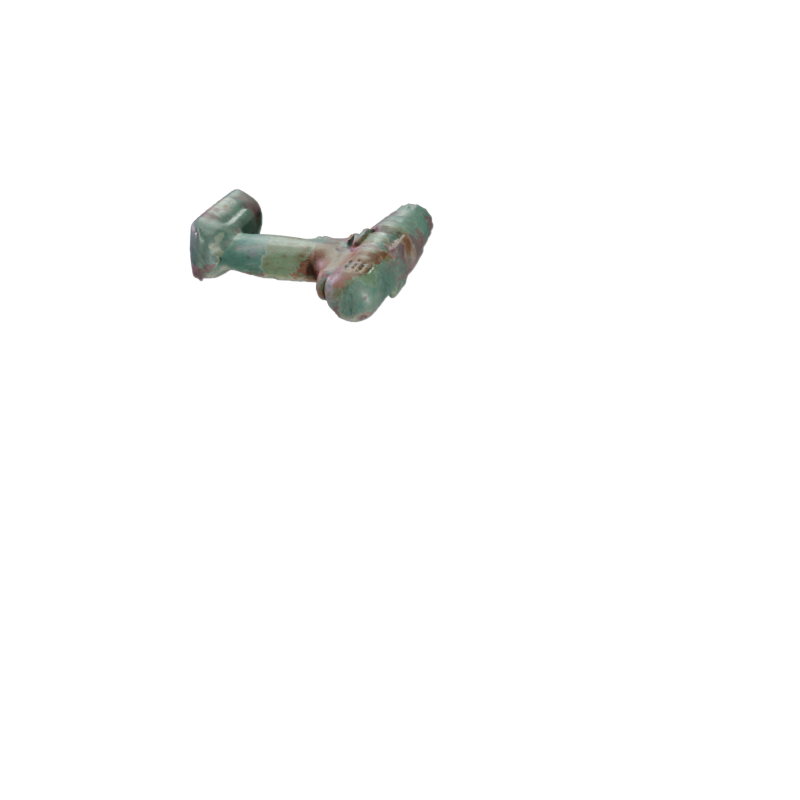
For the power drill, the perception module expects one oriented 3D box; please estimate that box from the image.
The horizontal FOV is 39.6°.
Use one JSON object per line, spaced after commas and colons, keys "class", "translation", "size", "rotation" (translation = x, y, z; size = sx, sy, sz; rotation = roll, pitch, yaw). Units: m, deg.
{"class": "power drill", "translation": [-0.077, -0.140, 0.979], "size": [0.194, 0.054, 0.189], "rotation": [11, 31, 18]}
